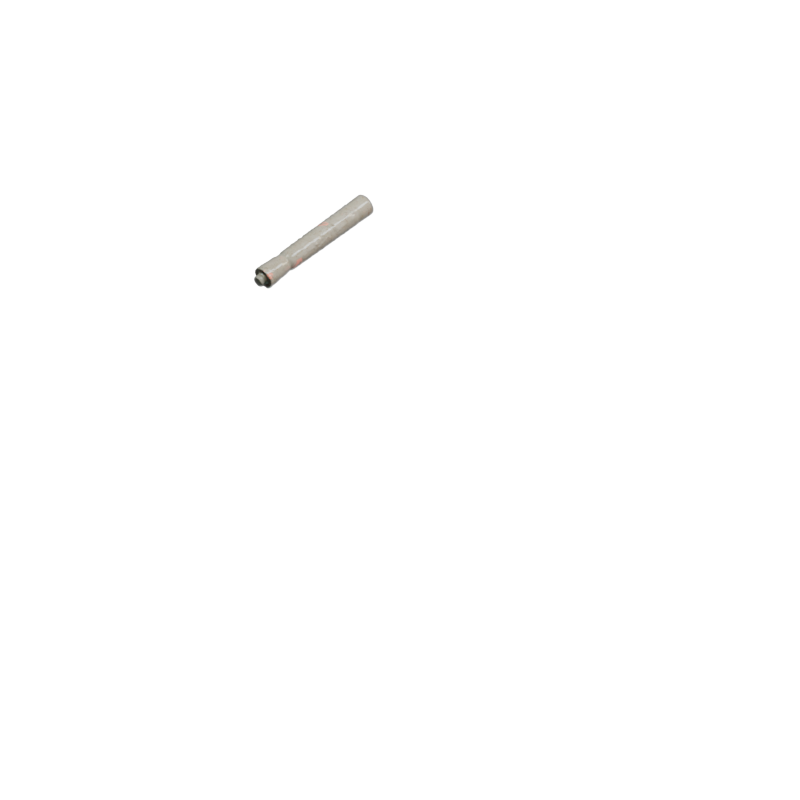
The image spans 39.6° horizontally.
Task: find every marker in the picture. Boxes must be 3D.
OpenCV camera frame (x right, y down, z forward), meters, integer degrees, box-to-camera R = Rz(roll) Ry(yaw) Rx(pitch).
[{"bbox_3d":[-0.069,-0.126,0.886,0.122,0.019,0.021,-40,25,-28],"label":"marker"}]
